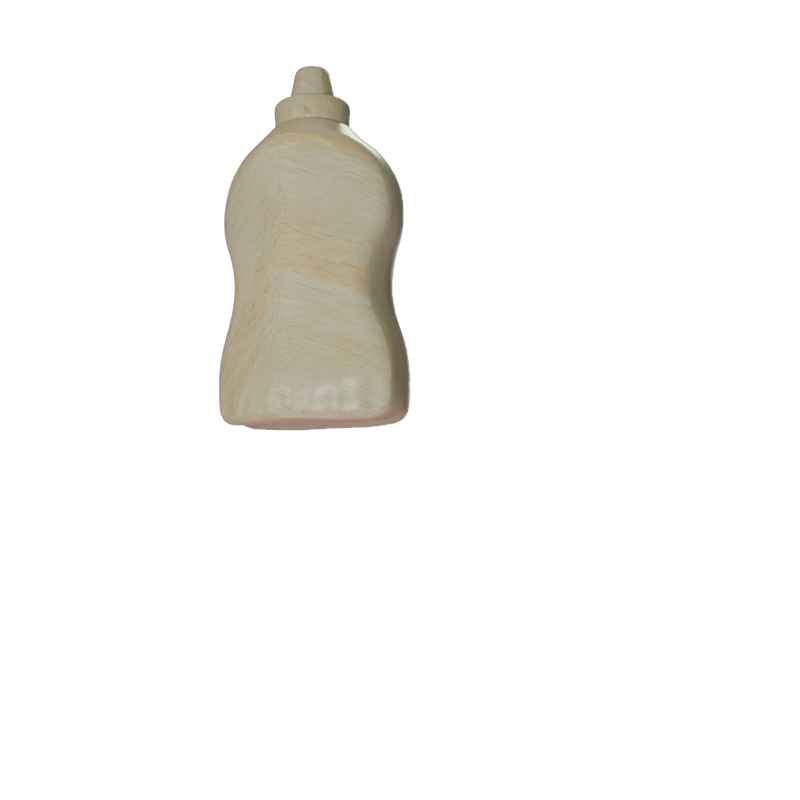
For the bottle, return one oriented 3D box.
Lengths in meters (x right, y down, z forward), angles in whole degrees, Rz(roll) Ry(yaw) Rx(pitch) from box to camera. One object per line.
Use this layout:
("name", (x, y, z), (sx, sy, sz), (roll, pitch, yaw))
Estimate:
("bottle", (-0.046, -0.083, 0.582), (0.098, 0.198, 0.055), (-7, -15, 23))
